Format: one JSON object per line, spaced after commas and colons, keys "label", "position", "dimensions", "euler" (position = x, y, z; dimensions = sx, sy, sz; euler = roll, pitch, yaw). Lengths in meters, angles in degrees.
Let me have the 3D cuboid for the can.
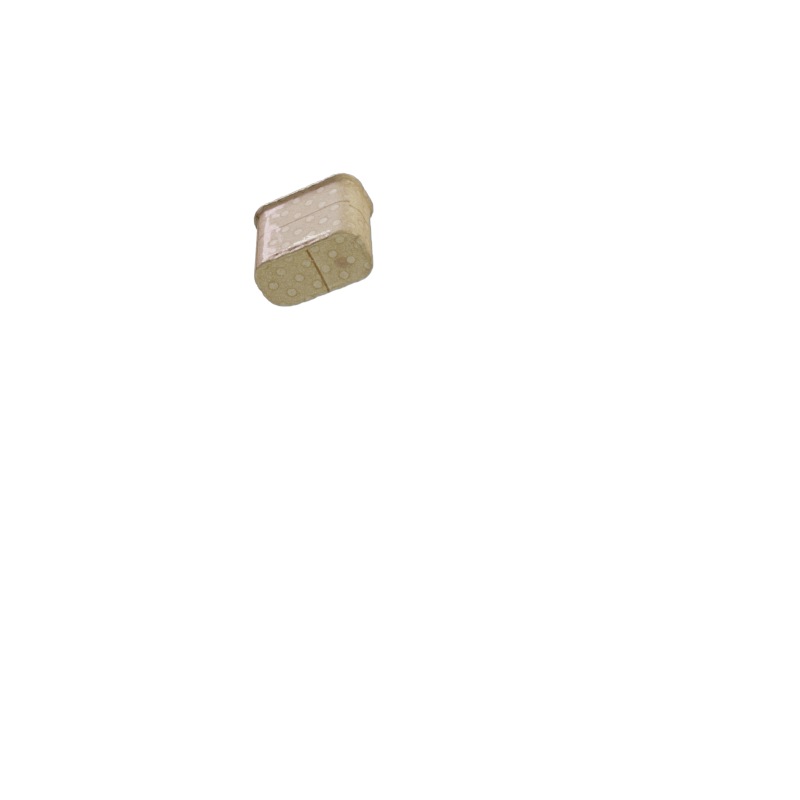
{"label": "can", "position": [-0.072, -0.132, 0.923], "dimensions": [0.102, 0.053, 0.090], "euler": [-21, 38, 15]}
